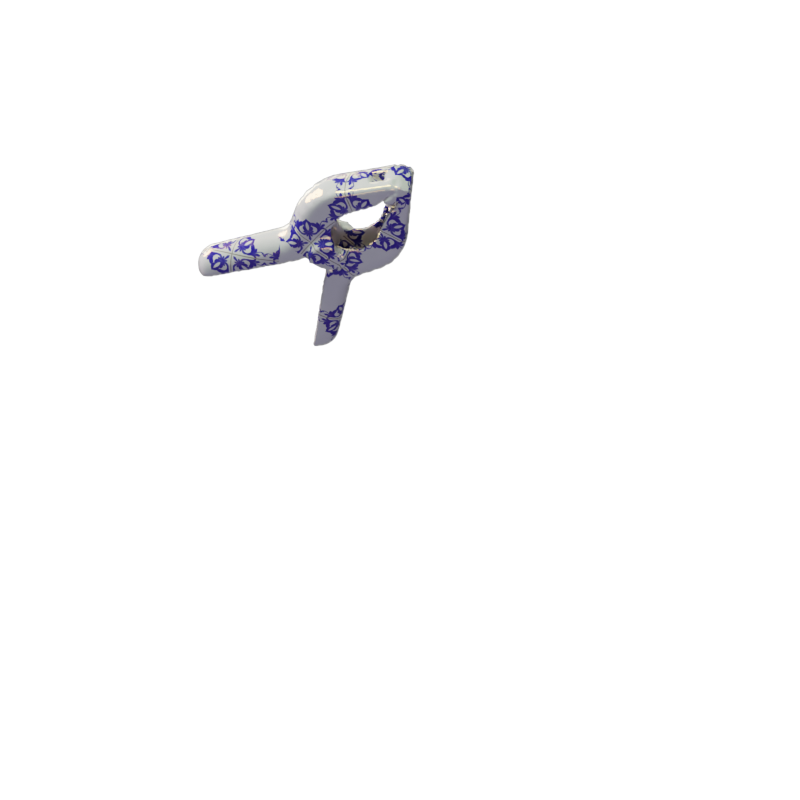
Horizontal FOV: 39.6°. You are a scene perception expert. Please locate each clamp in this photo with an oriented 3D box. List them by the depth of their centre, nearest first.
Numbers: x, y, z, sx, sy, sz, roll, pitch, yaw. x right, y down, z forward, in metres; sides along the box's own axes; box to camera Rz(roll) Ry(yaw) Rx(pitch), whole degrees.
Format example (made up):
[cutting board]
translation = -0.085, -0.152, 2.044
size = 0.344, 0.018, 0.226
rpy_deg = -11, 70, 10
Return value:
[clamp]
translation = -0.061, -0.110, 0.773
size = 0.115, 0.042, 0.167
rpy_deg = 23, -48, -23
